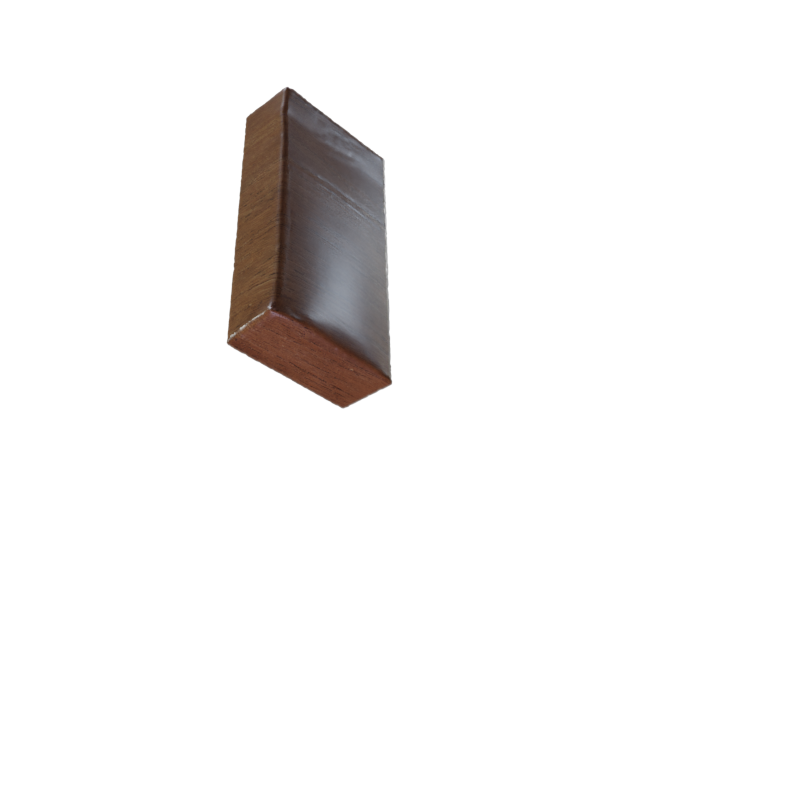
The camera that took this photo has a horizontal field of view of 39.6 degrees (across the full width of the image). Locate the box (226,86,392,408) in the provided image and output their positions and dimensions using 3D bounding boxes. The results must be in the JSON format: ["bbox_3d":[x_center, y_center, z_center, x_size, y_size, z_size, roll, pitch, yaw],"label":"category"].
[{"bbox_3d":[-0.052,-0.094,0.657,0.048,0.189,0.087,-33,-48,31],"label":"box"}]
